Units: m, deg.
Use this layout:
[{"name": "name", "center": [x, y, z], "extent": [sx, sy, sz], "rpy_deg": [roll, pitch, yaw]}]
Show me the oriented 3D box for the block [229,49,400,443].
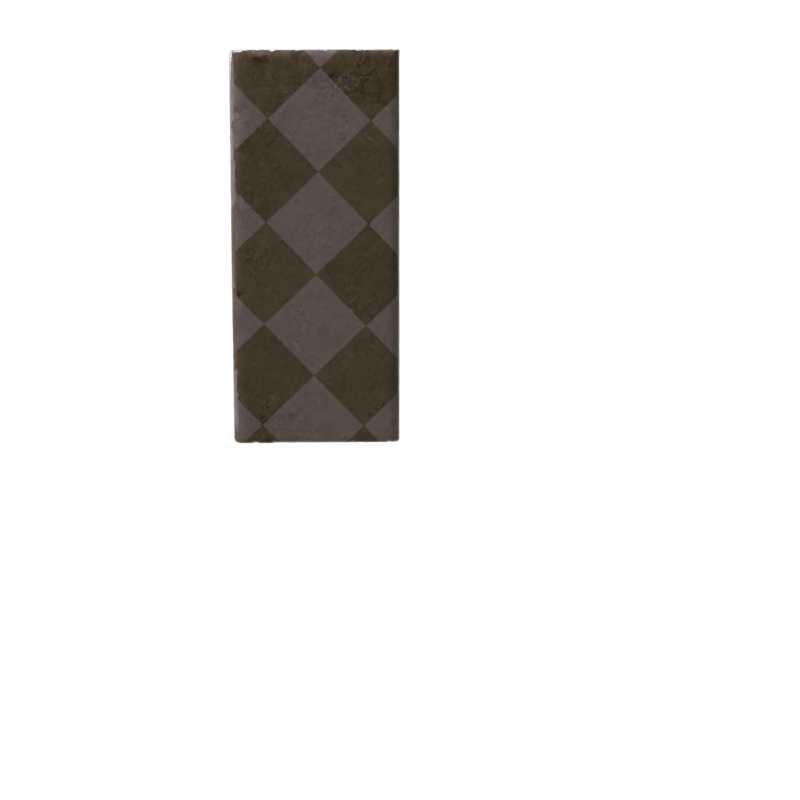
[{"name": "block", "center": [-0.049, -0.088, 0.620], "extent": [0.090, 0.204, 0.092], "rpy_deg": [0, 6, -4]}]
